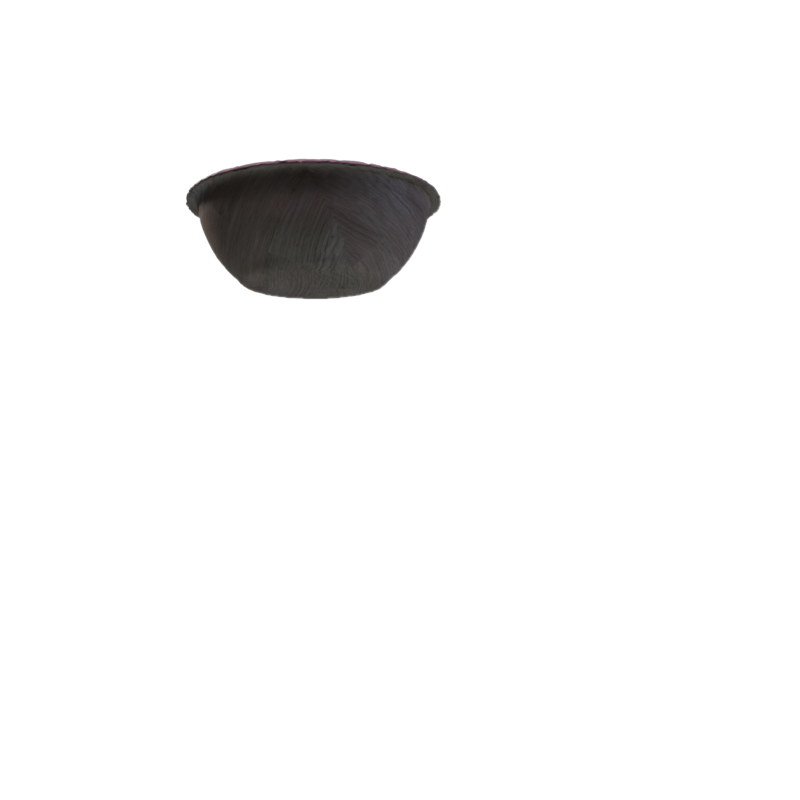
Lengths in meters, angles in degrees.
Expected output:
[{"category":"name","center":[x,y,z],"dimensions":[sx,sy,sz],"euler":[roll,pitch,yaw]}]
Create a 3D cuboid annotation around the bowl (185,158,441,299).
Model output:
[{"category":"bowl","center":[-0.055,-0.100,0.699],"dimensions":[0.162,0.057,0.158],"euler":[0,-9,-2]}]
